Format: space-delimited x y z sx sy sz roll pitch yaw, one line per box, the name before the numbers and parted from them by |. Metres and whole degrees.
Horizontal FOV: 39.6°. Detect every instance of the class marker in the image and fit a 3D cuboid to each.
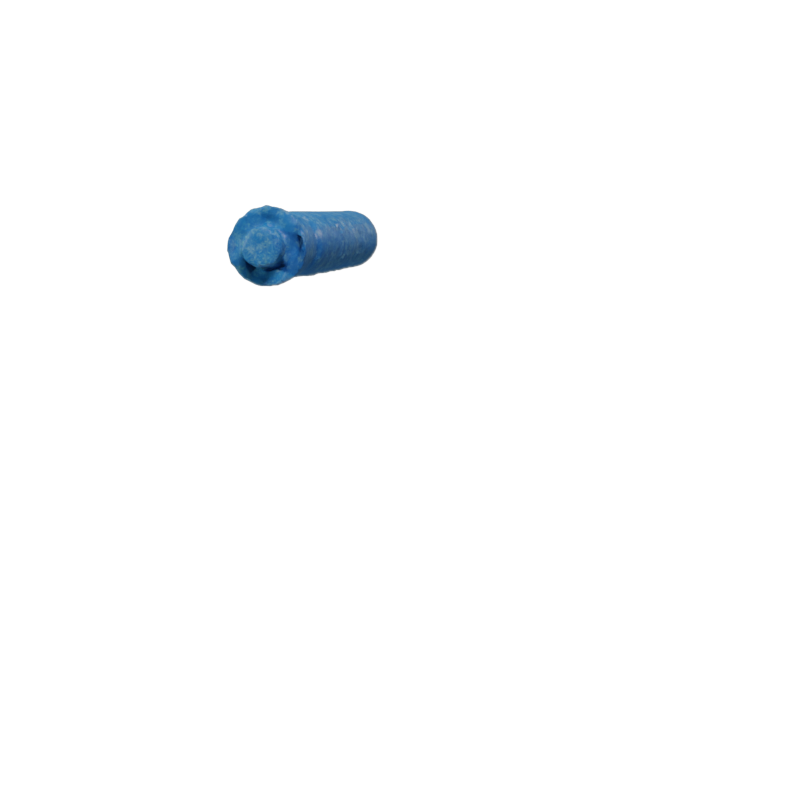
marker | -0.024 -0.044 0.310 0.020 0.019 0.121 1 9 7
